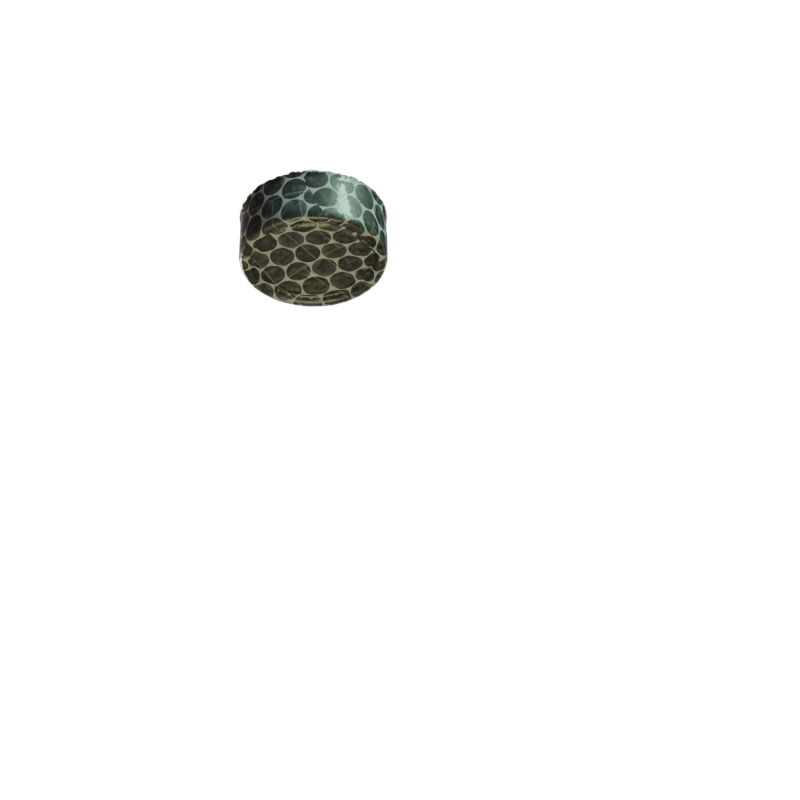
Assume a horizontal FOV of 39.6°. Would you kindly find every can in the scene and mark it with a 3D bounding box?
[{"bbox_3d":[-0.050,-0.091,0.635,0.086,0.036,0.080,1,-34,-2],"label":"can"}]
